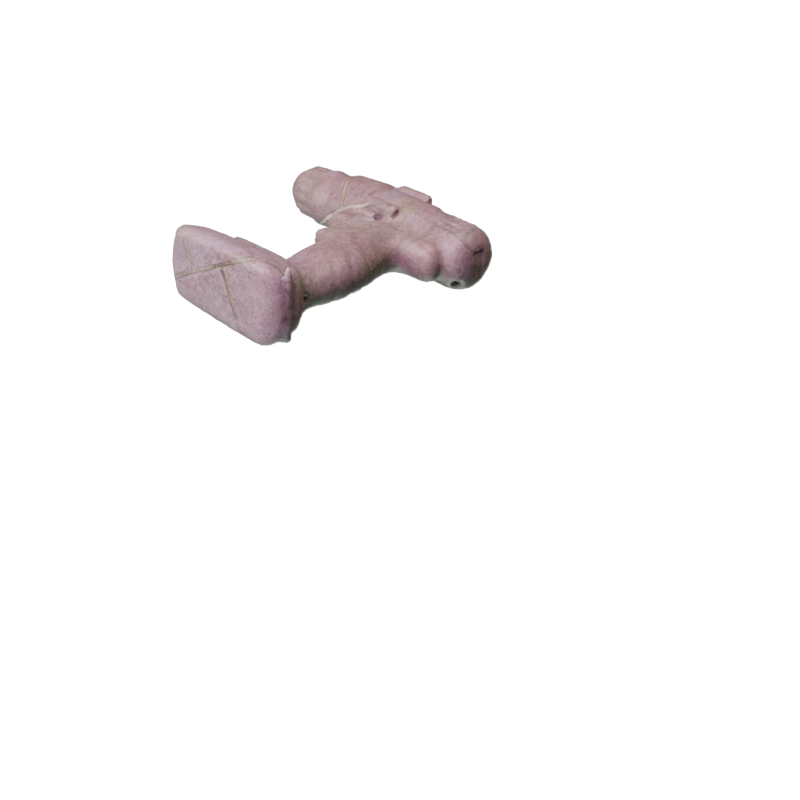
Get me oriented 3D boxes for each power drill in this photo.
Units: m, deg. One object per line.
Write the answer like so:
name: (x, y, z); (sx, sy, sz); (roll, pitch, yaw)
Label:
power drill: (-0.060, -0.109, 0.763); (0.186, 0.054, 0.197); (-25, 38, -37)
